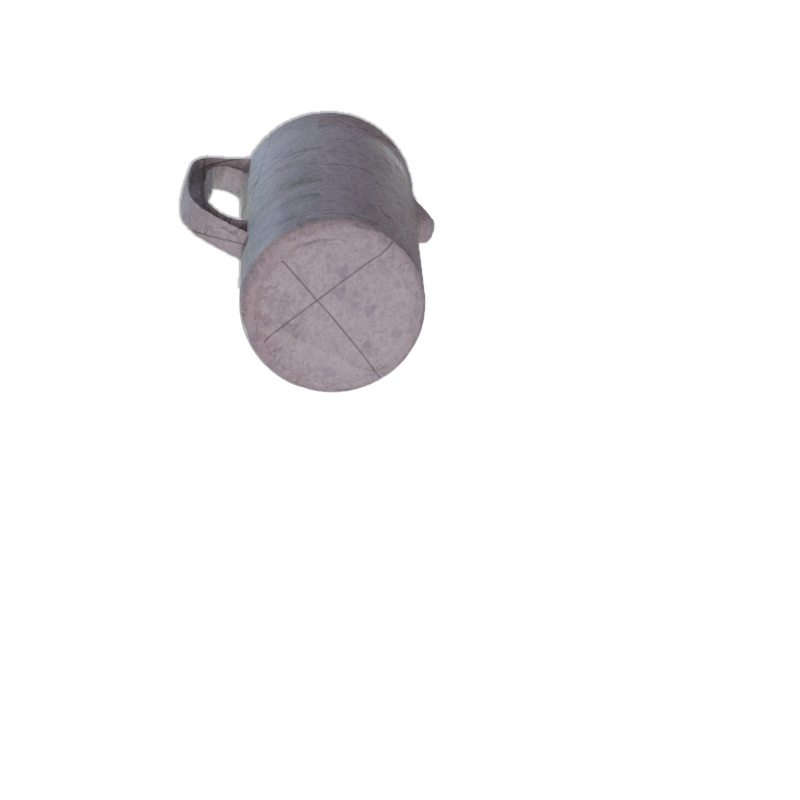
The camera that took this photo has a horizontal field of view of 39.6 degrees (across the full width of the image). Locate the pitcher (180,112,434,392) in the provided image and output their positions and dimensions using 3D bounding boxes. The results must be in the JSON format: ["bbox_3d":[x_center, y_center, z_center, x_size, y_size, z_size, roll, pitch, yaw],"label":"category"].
[{"bbox_3d":[-0.058,-0.106,0.742,0.149,0.138,0.255,-26,23,8],"label":"pitcher"}]
